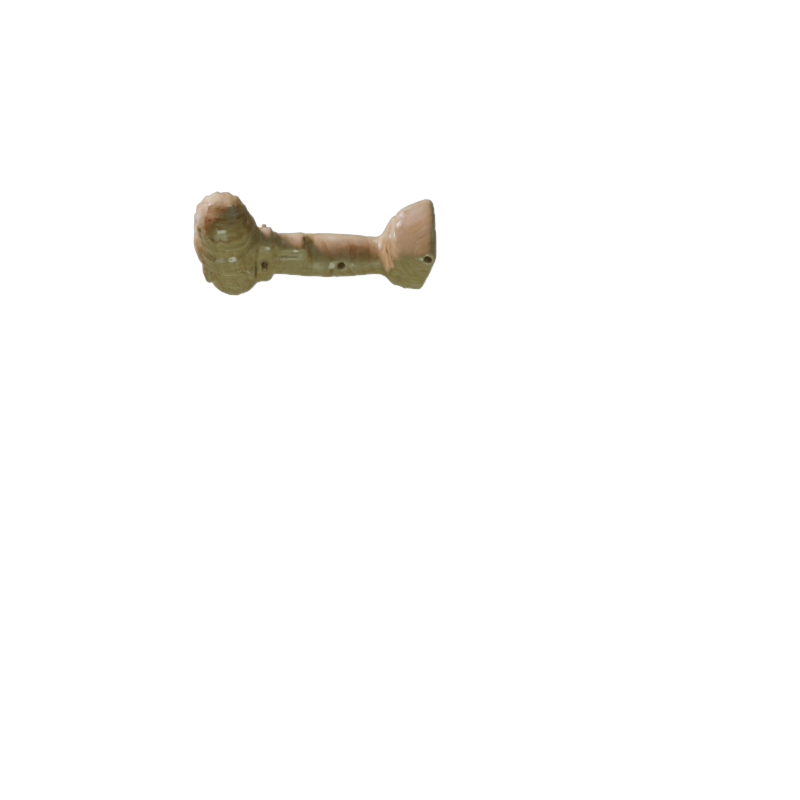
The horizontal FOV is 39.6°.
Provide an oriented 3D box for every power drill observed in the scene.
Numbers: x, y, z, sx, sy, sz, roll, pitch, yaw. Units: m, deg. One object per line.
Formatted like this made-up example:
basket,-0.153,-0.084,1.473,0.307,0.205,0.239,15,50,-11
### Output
power drill,-0.069,-0.125,0.877,0.187,0.059,0.180,0,-7,-3
